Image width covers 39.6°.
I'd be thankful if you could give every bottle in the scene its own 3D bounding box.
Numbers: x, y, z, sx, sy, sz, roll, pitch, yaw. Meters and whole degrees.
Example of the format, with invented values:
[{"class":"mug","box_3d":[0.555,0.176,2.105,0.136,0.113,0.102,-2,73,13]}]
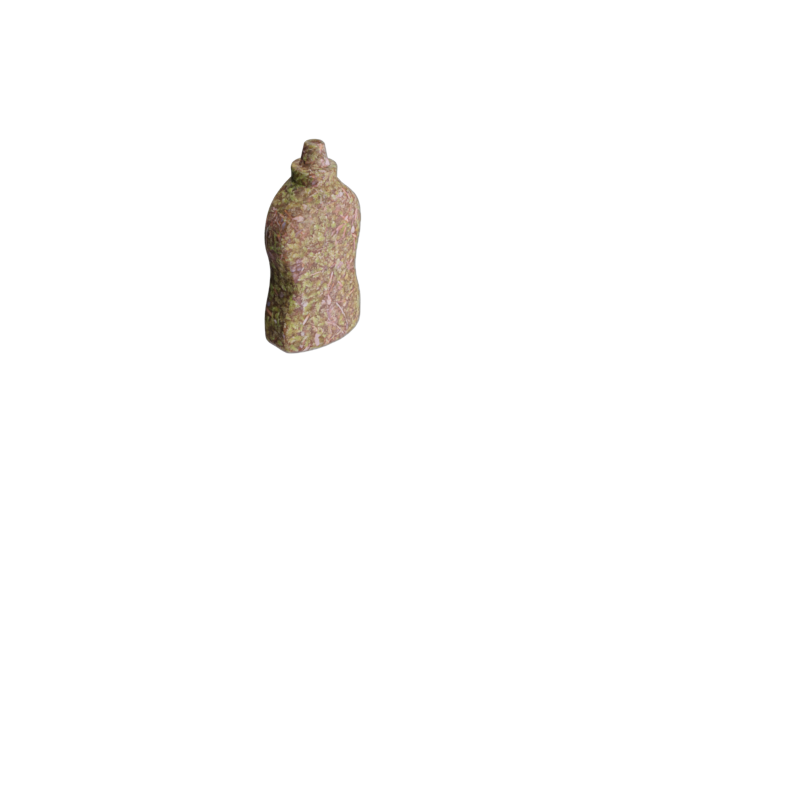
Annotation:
[{"class":"bottle","box_3d":[-0.078,-0.142,0.995,0.095,0.181,0.062,-22,36,-36]}]
